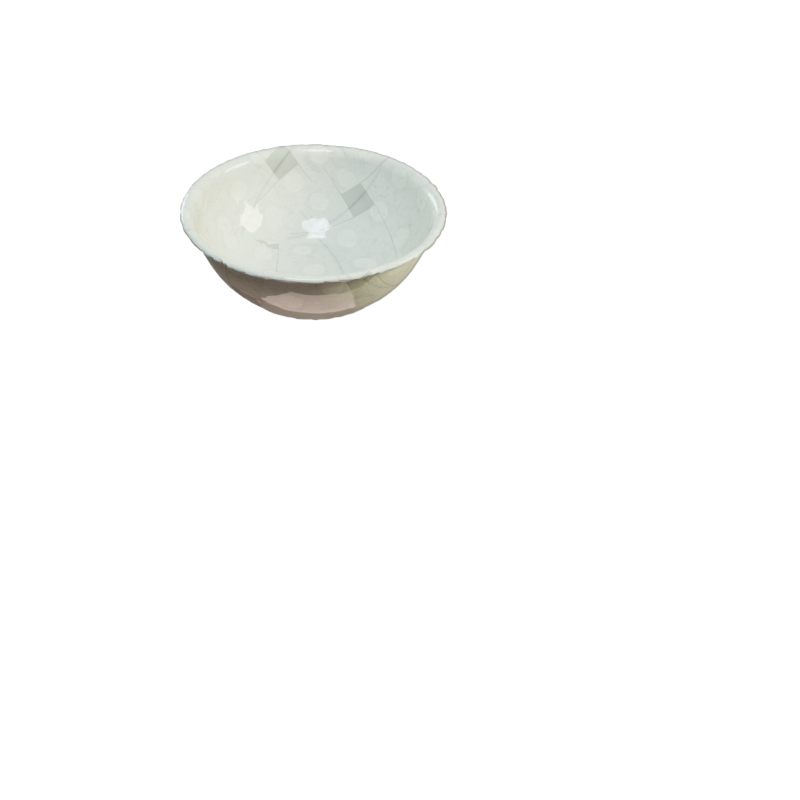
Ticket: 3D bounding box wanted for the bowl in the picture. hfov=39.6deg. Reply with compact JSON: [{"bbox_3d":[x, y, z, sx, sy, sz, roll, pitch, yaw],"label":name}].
[{"bbox_3d":[-0.054,-0.098,0.686,0.162,0.051,0.173,-1,37,-2],"label":"bowl"}]
